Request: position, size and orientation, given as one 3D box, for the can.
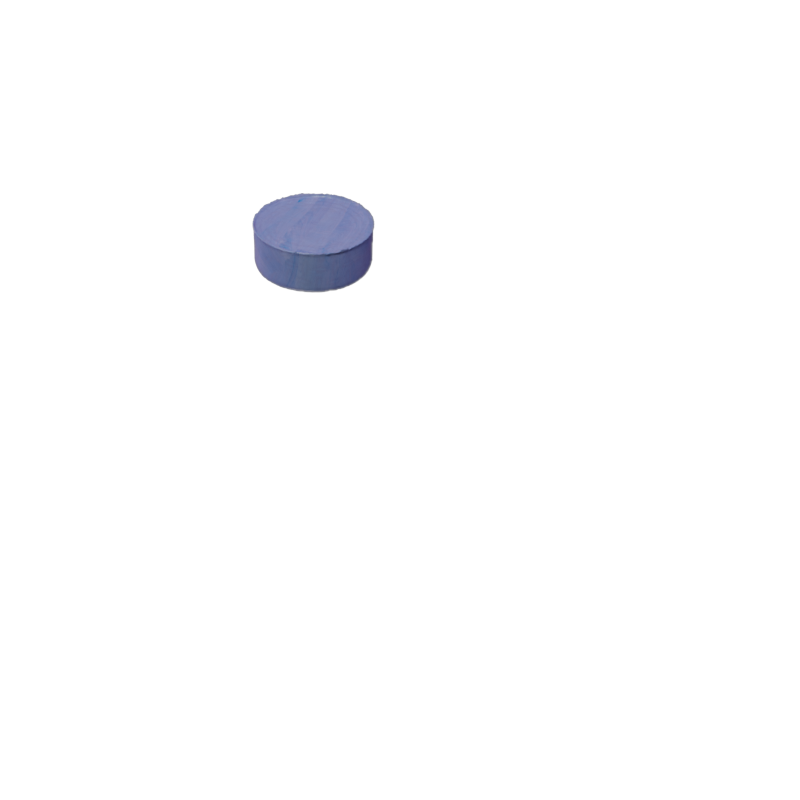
[{"bbox_3d":[-0.062,-0.112,0.787,0.086,0.031,0.092,-1,36,-2],"label":"can"}]
